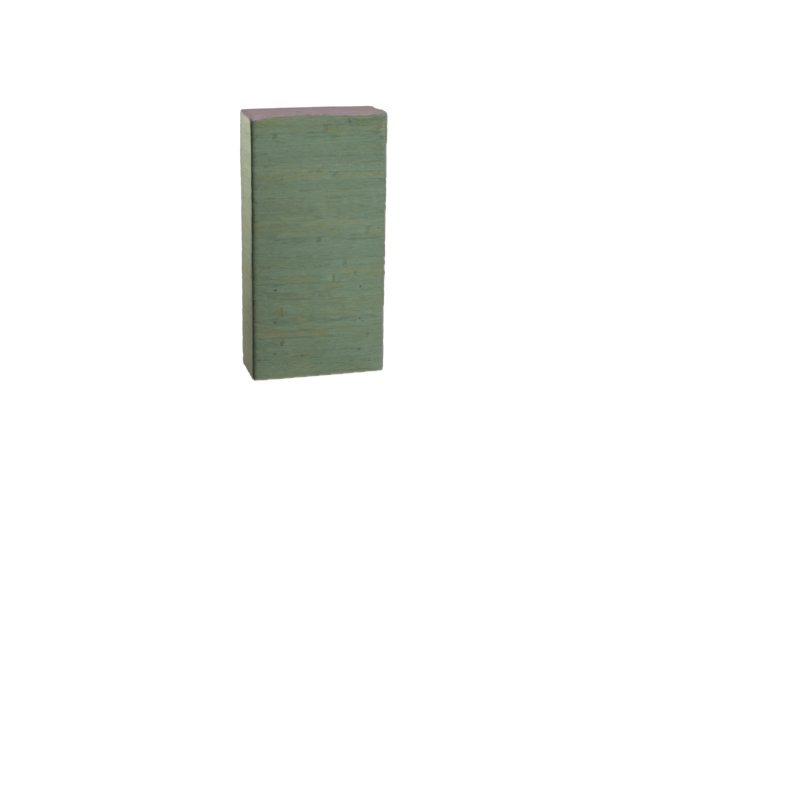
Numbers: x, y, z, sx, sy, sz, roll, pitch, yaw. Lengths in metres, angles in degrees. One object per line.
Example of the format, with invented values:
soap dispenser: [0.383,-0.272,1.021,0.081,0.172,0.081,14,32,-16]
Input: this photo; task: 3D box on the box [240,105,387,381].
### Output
box: [-0.058,-0.105,0.737,0.092,0.170,0.051,-4,17,-15]
